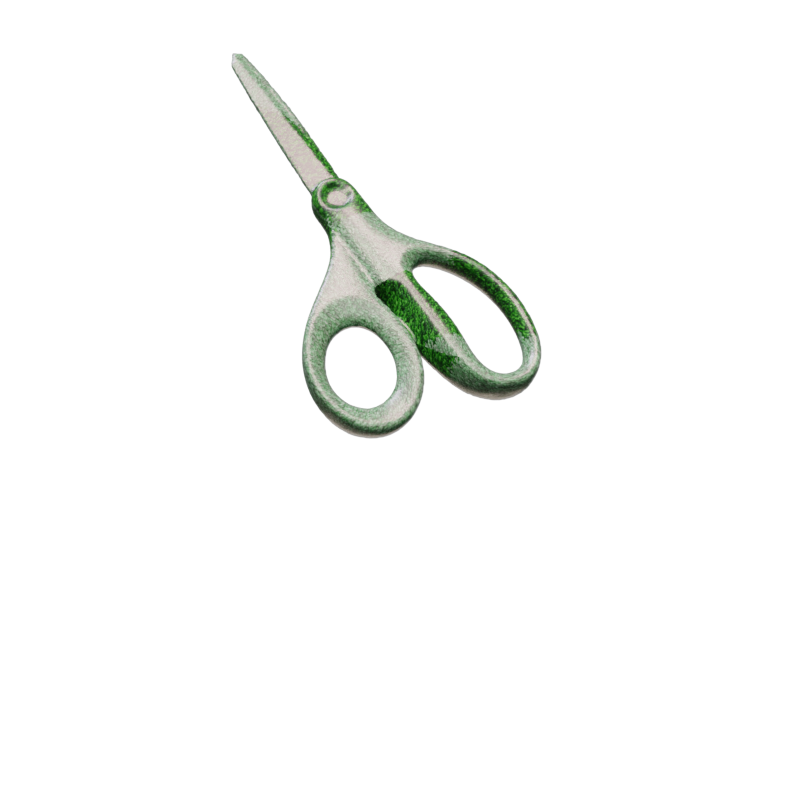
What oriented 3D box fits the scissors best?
[{"bbox_3d":[-0.035,-0.063,0.443,0.097,0.214,0.015,-38,-26,-22],"label":"scissors"}]
